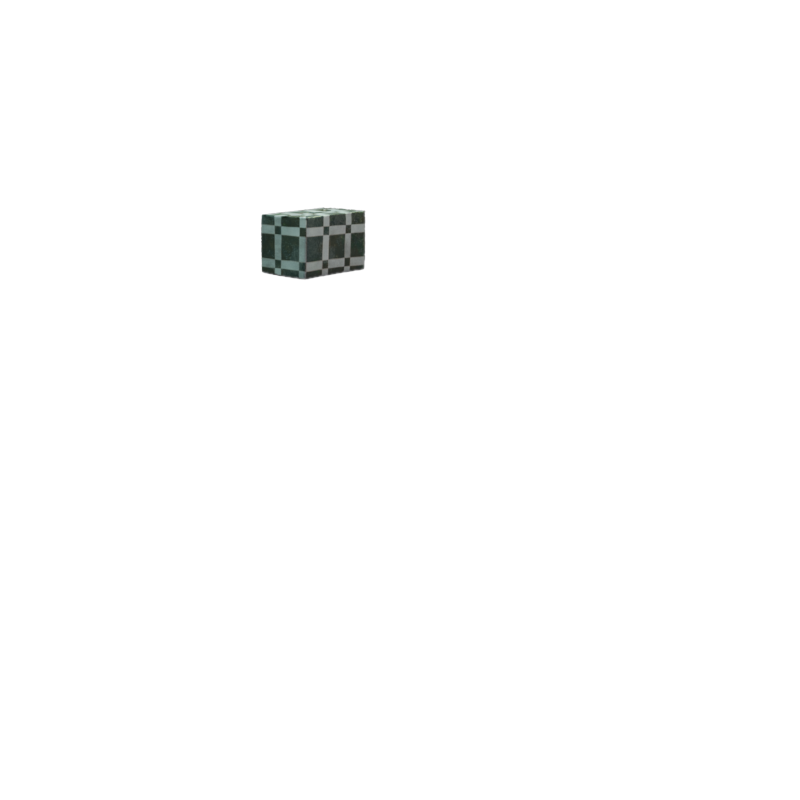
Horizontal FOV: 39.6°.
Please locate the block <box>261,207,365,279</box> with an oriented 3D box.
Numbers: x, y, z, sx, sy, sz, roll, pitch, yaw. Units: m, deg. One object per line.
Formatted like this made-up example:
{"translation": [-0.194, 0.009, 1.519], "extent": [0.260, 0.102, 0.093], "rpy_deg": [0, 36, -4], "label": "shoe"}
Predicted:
{"translation": [-0.073, -0.134, 0.936], "extent": [0.055, 0.050, 0.076], "rpy_deg": [10, 16, 38], "label": "block"}
